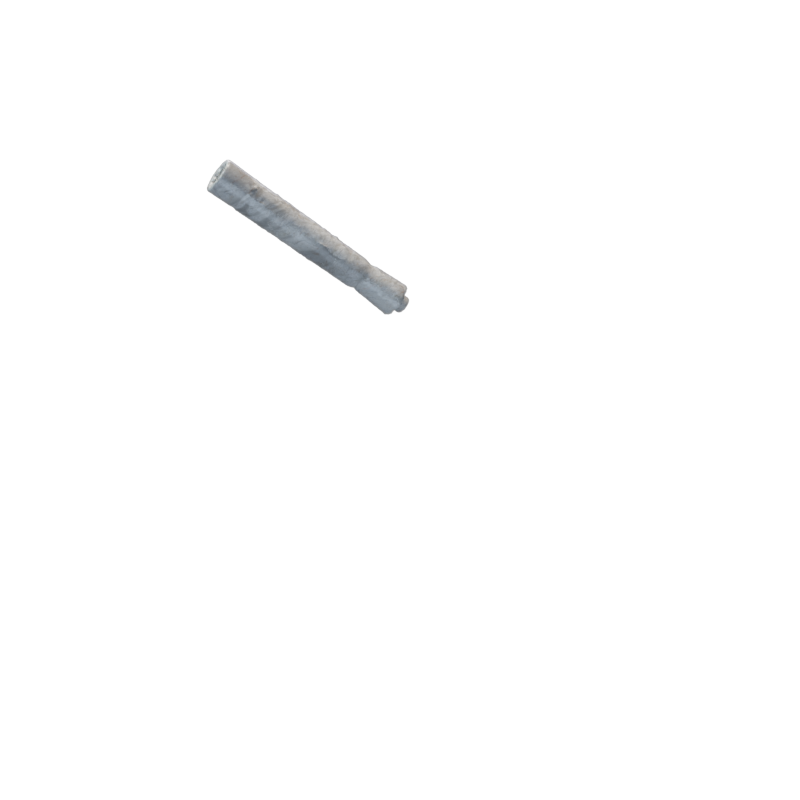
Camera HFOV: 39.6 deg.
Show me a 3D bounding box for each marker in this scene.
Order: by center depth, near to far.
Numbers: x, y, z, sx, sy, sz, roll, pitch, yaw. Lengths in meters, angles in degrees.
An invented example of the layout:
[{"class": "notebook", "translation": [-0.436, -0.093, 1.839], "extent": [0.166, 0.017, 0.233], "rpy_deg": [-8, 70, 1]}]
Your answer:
[{"class": "marker", "translation": [-0.044, -0.080, 0.564], "extent": [0.116, 0.020, 0.020], "rpy_deg": [34, -9, -17]}]
